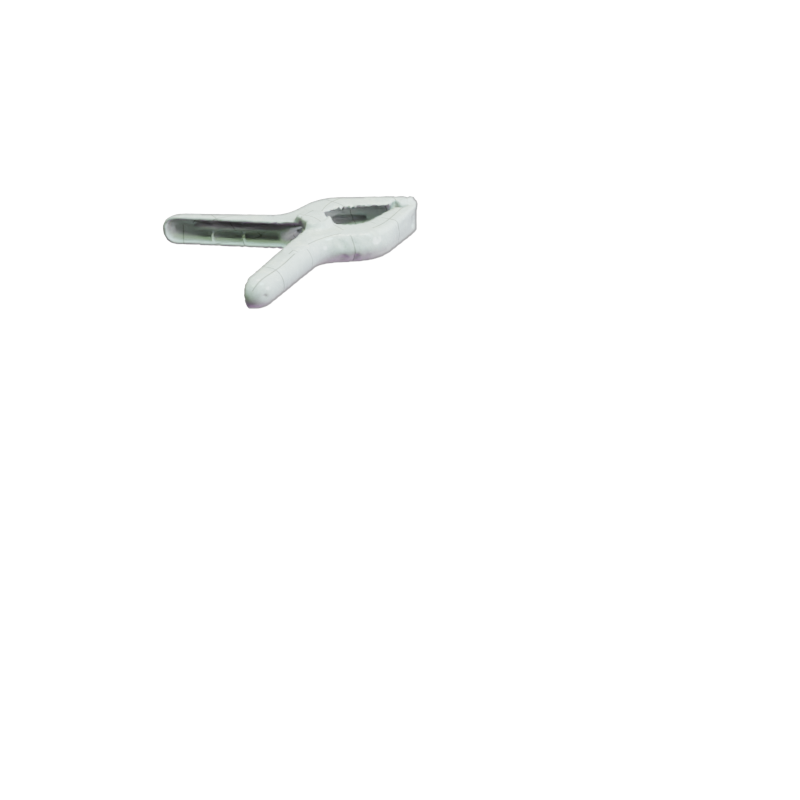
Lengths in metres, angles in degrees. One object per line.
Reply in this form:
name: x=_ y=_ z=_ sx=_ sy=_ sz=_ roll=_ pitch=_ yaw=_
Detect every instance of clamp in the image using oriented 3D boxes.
clamp: x=-0.071 y=-0.129 z=0.902 sx=0.206 sy=0.034 sz=0.177 roll=-13 pitch=33 yaw=-21
